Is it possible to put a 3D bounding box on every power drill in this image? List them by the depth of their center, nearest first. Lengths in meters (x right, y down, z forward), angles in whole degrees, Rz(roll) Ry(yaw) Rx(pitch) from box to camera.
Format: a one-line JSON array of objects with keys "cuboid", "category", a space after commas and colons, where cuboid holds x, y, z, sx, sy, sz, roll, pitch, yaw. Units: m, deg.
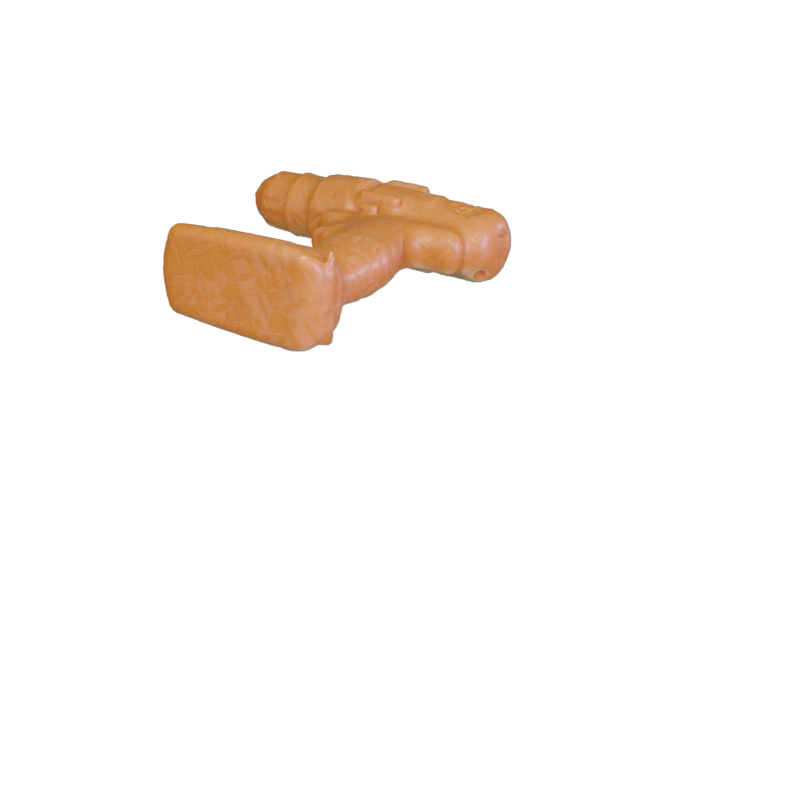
[{"cuboid": [-0.052, -0.094, 0.661, 0.194, 0.055, 0.187, 15, 28, 30], "category": "power drill"}]
